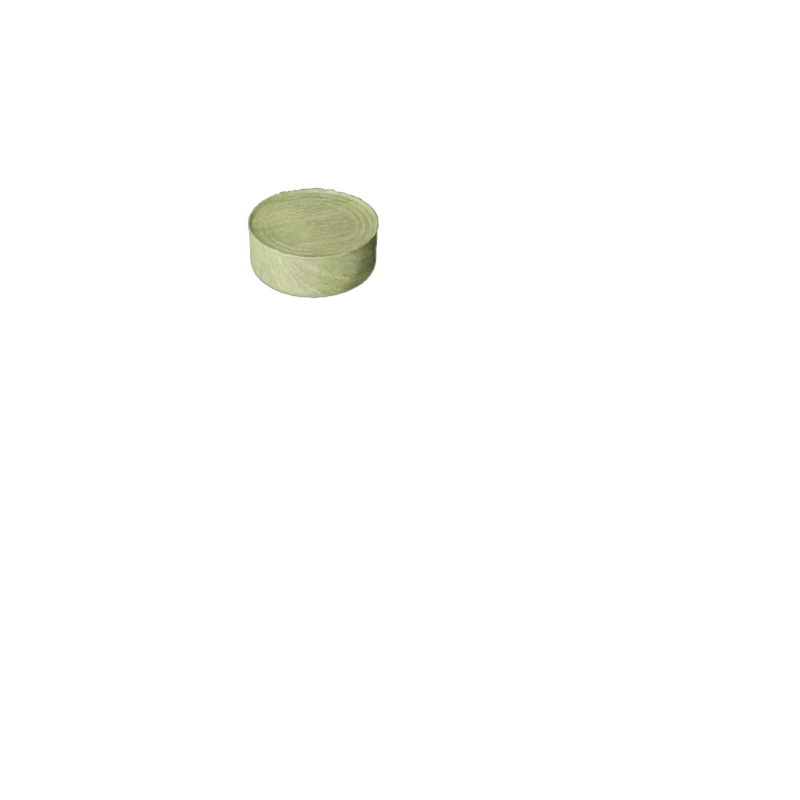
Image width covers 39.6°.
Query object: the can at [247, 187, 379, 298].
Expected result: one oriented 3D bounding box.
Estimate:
[{"bbox_3d":[-0.057,-0.105,0.732,0.086,0.031,0.092,-1,38,-2],"label":"can"}]
